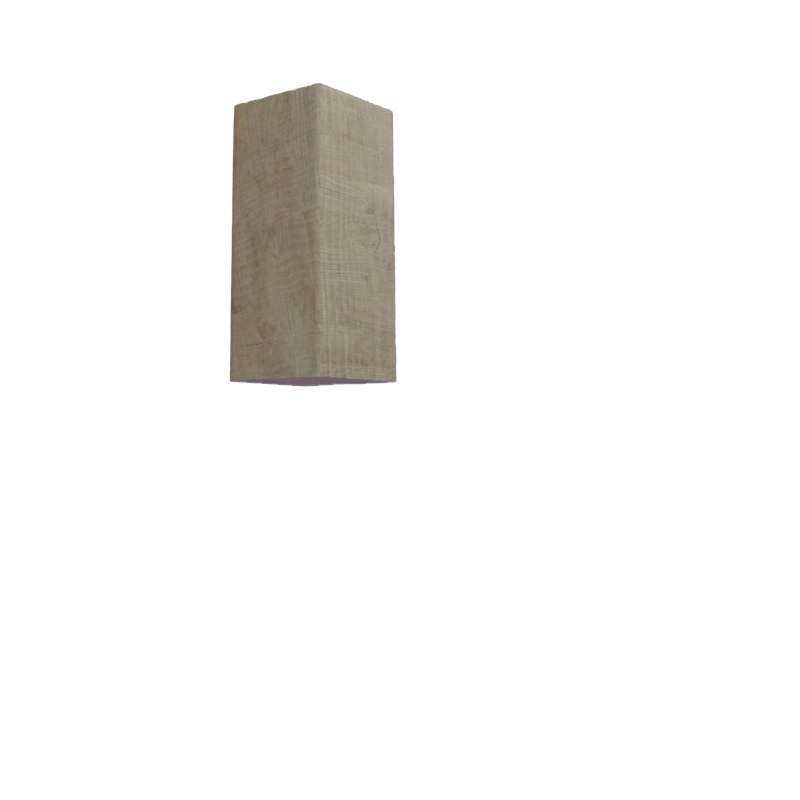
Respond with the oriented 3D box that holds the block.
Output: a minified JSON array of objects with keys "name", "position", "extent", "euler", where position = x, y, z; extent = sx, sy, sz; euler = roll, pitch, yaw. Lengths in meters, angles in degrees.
[{"name":"block","position":[-0.064,-0.117,0.820],"extent":[0.093,0.211,0.086],"euler":[-8,-12,37]}]
